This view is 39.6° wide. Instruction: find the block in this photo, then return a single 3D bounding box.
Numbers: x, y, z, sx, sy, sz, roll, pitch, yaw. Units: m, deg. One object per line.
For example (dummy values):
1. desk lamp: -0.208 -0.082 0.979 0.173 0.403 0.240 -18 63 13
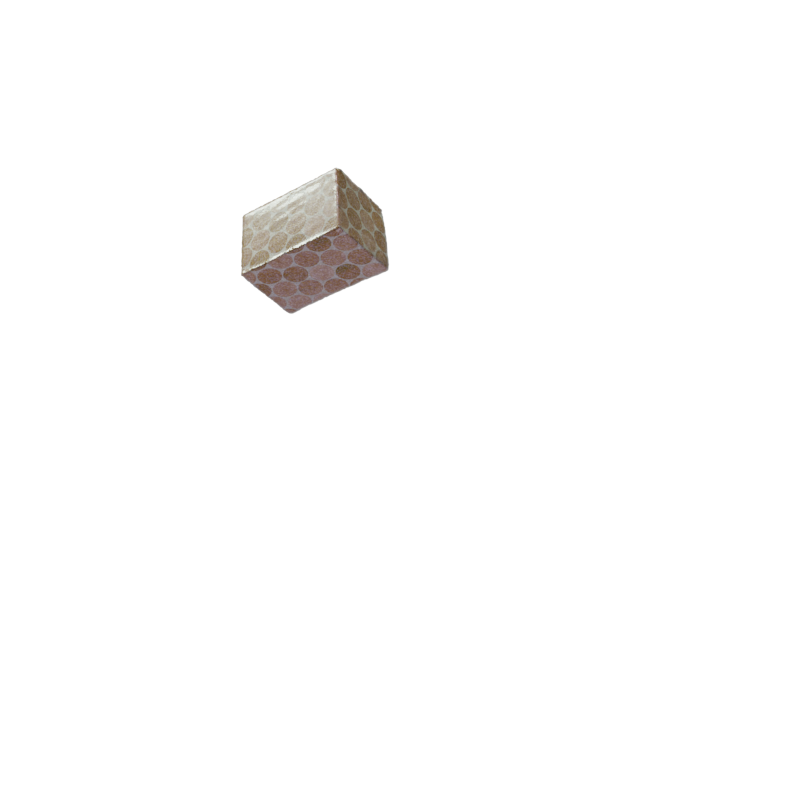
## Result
1. block: -0.054 -0.099 0.692 0.078 0.055 0.049 -22 -40 26
